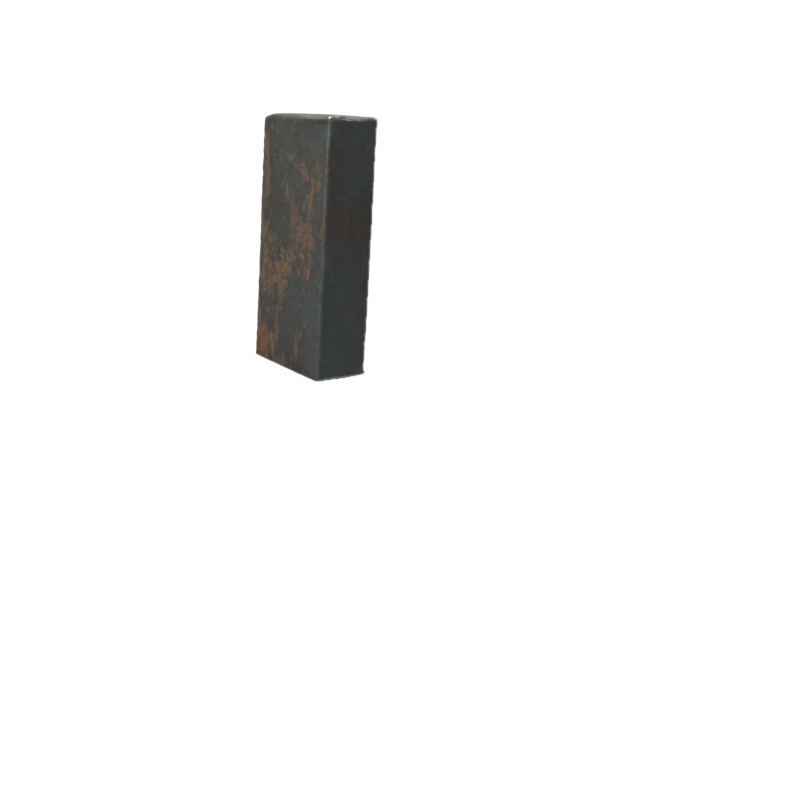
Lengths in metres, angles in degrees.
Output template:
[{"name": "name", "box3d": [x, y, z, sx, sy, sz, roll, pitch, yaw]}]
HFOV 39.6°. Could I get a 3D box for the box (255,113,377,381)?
[{"name": "box", "box3d": [-0.060, -0.110, 0.768, 0.047, 0.173, 0.098, -5, 11, -33]}]
